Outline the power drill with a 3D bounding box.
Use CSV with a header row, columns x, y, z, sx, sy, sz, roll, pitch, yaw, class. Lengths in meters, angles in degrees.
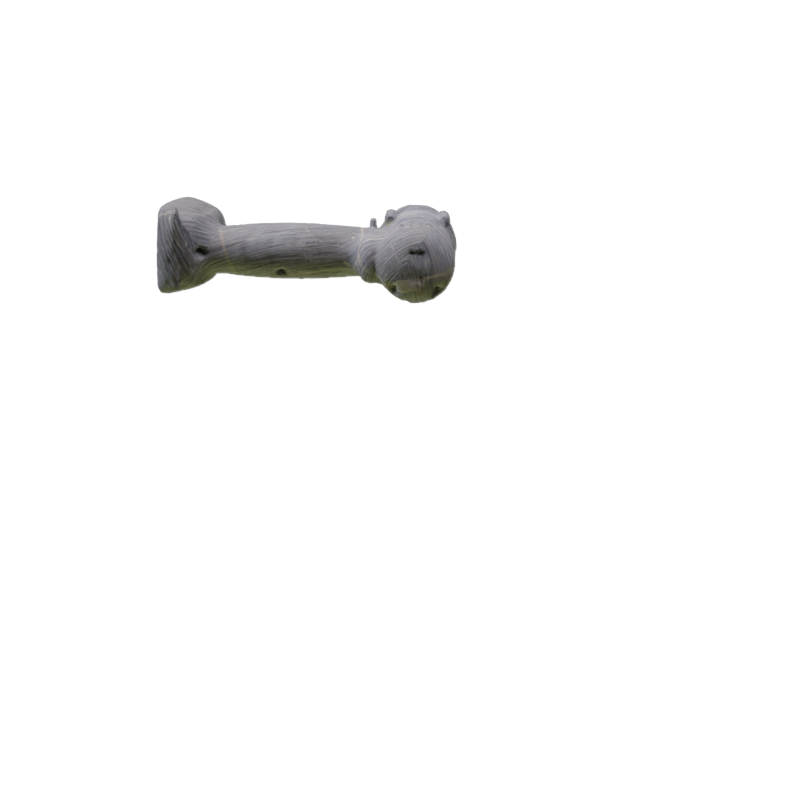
x,y,z,sx,sy,sz,roll,pitch,yaw,class
-0.057,-0.104,0.728,0.188,0.056,0.188,1,13,2,power drill
